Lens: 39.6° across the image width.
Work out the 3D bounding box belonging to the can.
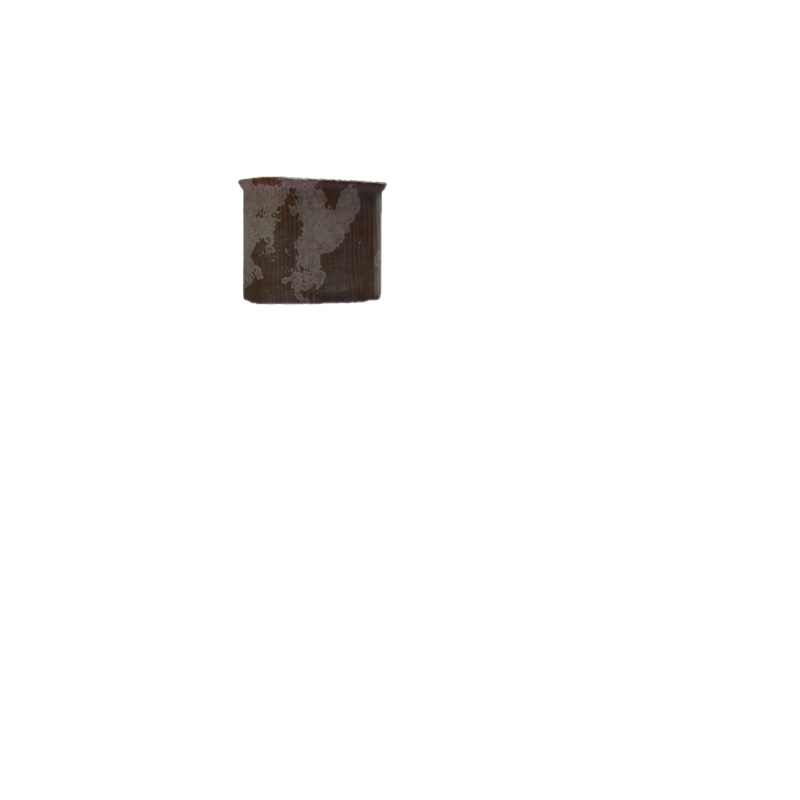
[{"bbox_3d":[-0.060,-0.109,0.762,0.098,0.084,0.060,-3,3,-34],"label":"can"}]
